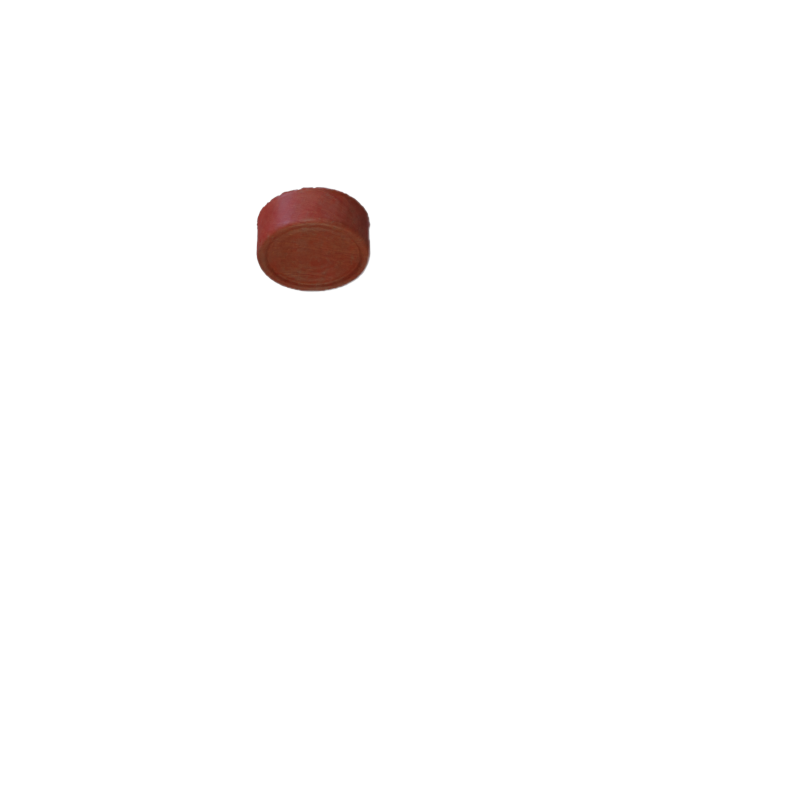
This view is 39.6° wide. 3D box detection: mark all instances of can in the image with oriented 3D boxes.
[{"bbox_3d":[-0.065,-0.118,0.827,0.086,0.036,0.080,1,-35,-2],"label":"can"}]
